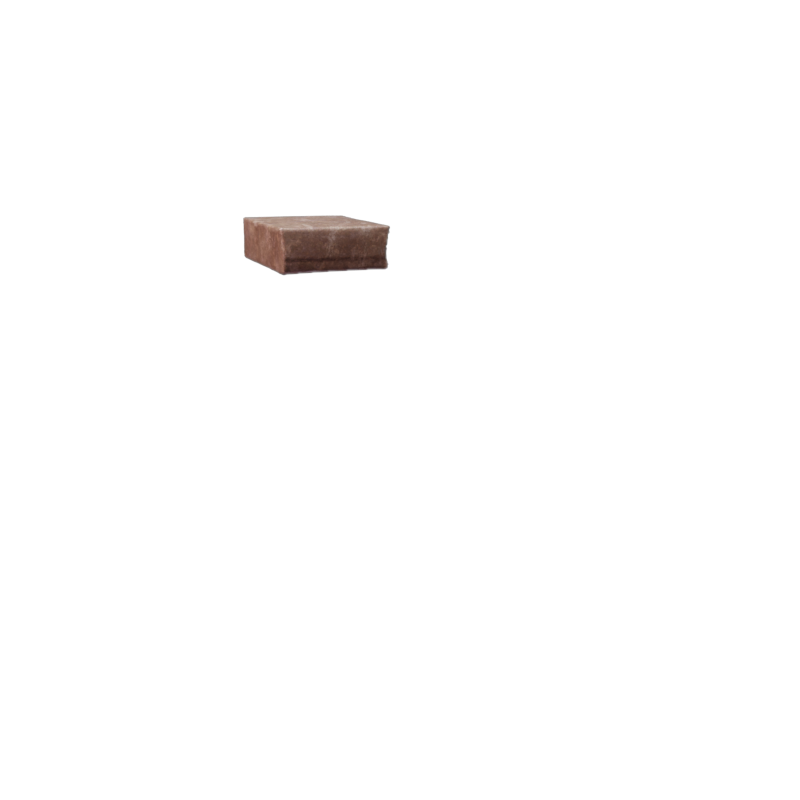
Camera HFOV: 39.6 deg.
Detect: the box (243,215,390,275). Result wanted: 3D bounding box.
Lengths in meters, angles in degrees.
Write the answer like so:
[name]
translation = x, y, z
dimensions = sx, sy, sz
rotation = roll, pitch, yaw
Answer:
[box]
translation = -0.070, -0.127, 0.893
dimensions = 0.088, 0.038, 0.119
rotation = -5, 16, -20
